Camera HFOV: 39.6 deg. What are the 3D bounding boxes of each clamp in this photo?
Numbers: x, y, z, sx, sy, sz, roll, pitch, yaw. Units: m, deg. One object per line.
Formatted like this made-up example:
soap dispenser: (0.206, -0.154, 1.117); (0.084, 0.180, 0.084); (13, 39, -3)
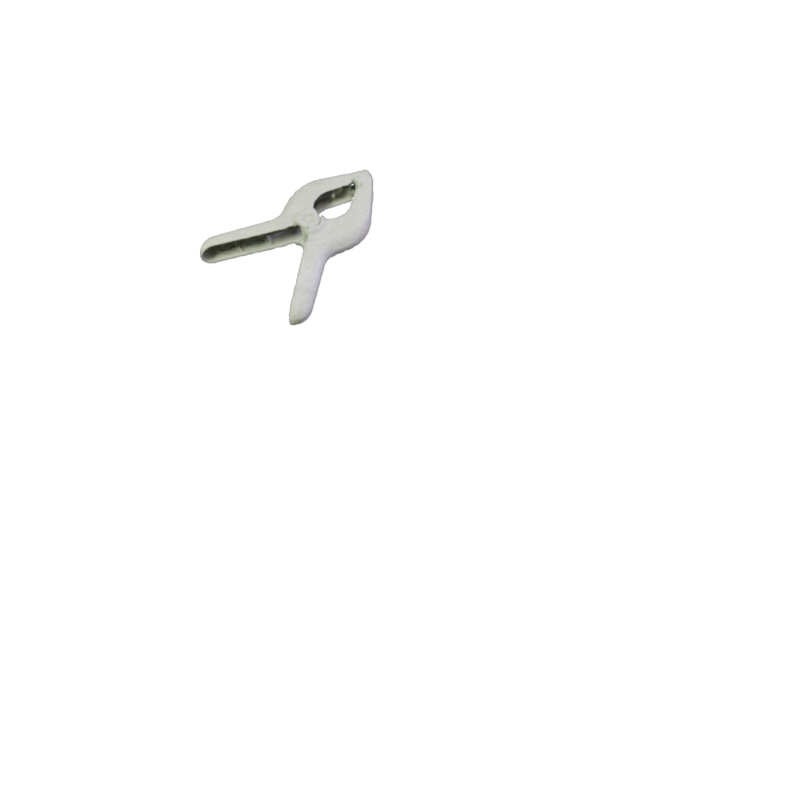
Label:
clamp: (-0.076, -0.139, 0.974); (0.172, 0.127, 0.037); (-36, -25, -20)
